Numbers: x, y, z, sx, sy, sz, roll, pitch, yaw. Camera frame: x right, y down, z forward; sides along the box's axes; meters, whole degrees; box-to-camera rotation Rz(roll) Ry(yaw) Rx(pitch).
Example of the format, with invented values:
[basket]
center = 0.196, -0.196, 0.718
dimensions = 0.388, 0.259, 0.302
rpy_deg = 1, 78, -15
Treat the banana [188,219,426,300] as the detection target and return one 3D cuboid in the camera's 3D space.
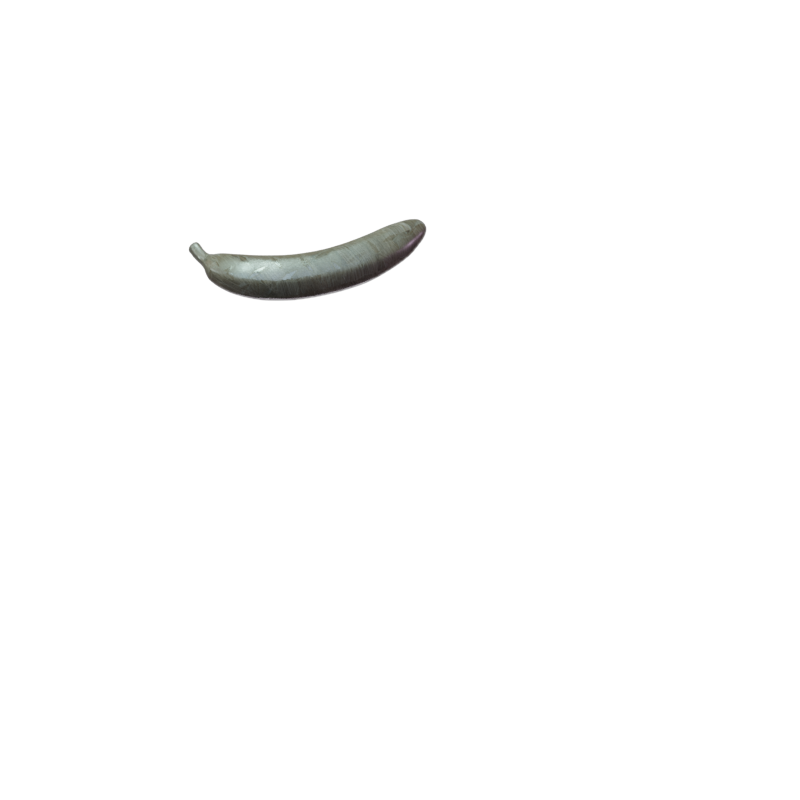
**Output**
[banana]
center = -0.072, -0.113, 0.900
dimensions = 0.197, 0.075, 0.034
rpy_deg = -5, -32, -3
